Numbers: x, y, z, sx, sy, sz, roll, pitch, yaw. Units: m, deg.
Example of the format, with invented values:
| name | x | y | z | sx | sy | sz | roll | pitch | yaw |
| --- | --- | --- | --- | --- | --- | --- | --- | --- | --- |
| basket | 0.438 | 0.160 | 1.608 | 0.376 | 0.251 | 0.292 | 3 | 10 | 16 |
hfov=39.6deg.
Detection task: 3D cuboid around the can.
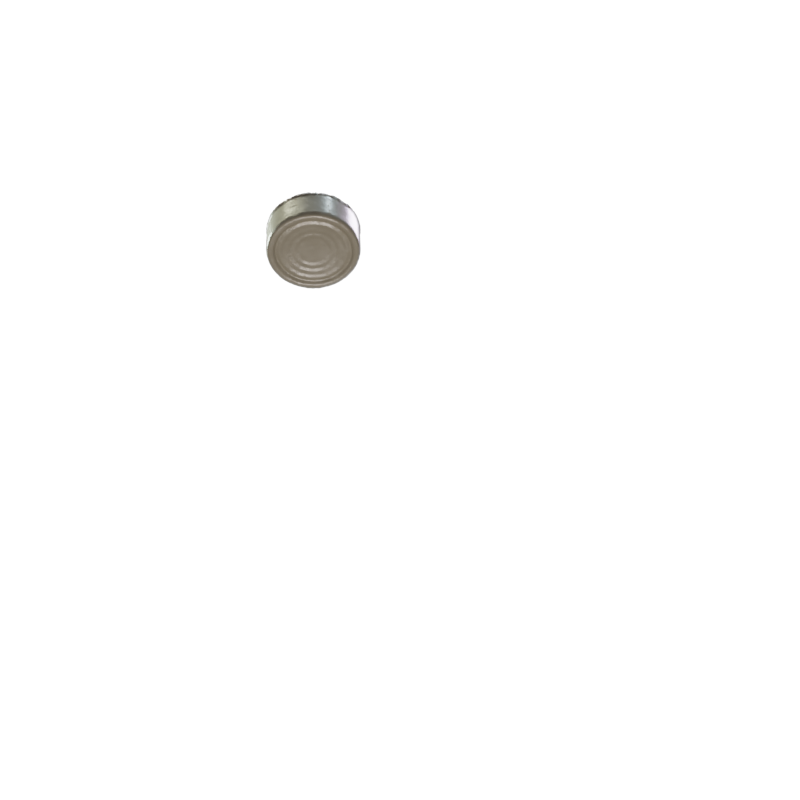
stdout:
| name | x | y | z | sx | sy | sz | roll | pitch | yaw |
| --- | --- | --- | --- | --- | --- | --- | --- | --- | --- |
| can | -0.078 | -0.142 | 0.998 | 0.086 | 0.080 | 0.036 | 1 | 41 | -1 |
